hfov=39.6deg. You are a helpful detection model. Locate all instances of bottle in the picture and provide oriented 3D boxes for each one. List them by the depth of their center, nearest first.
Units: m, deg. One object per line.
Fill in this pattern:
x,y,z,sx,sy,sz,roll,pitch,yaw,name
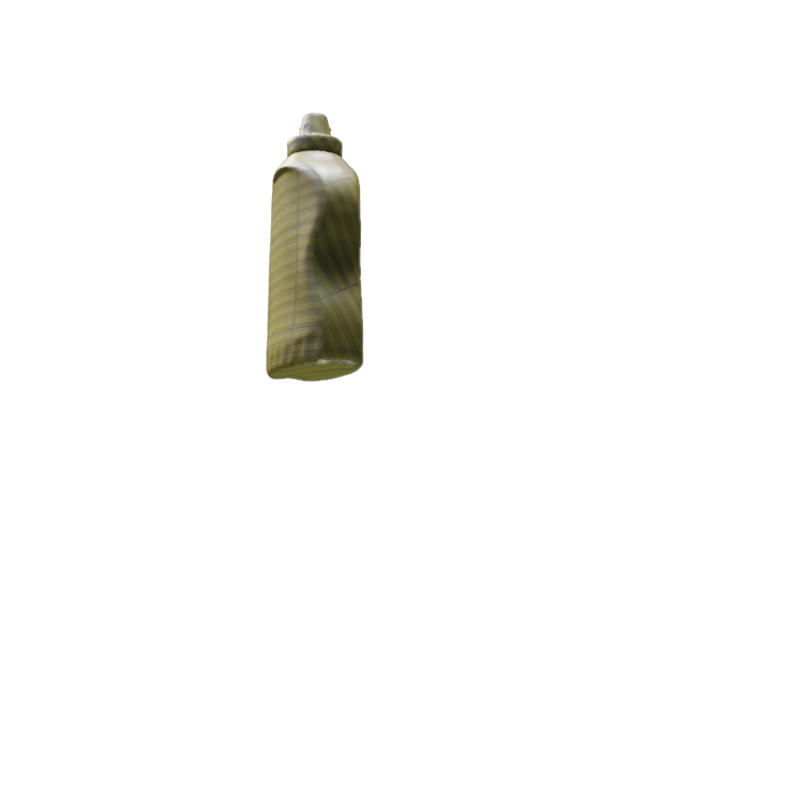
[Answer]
-0.062,-0.113,0.794,0.056,0.198,0.096,6,-14,-25,bottle
